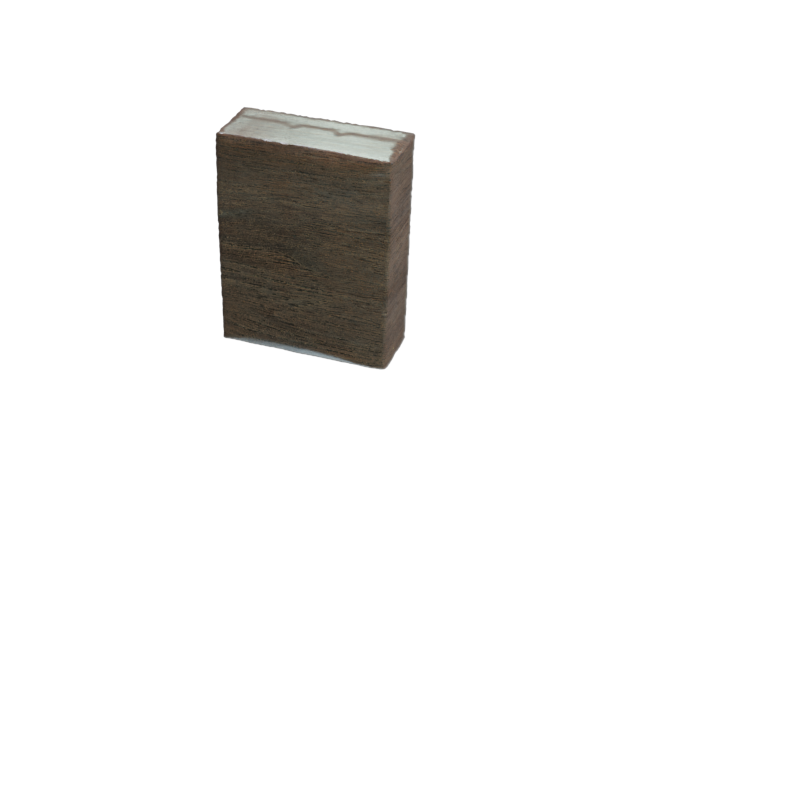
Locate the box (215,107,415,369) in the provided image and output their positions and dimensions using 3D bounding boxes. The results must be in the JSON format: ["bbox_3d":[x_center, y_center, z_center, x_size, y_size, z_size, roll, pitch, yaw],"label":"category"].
[{"bbox_3d":[-0.078,-0.142,0.996,0.169,0.201,0.074,13,34,16],"label":"box"}]
